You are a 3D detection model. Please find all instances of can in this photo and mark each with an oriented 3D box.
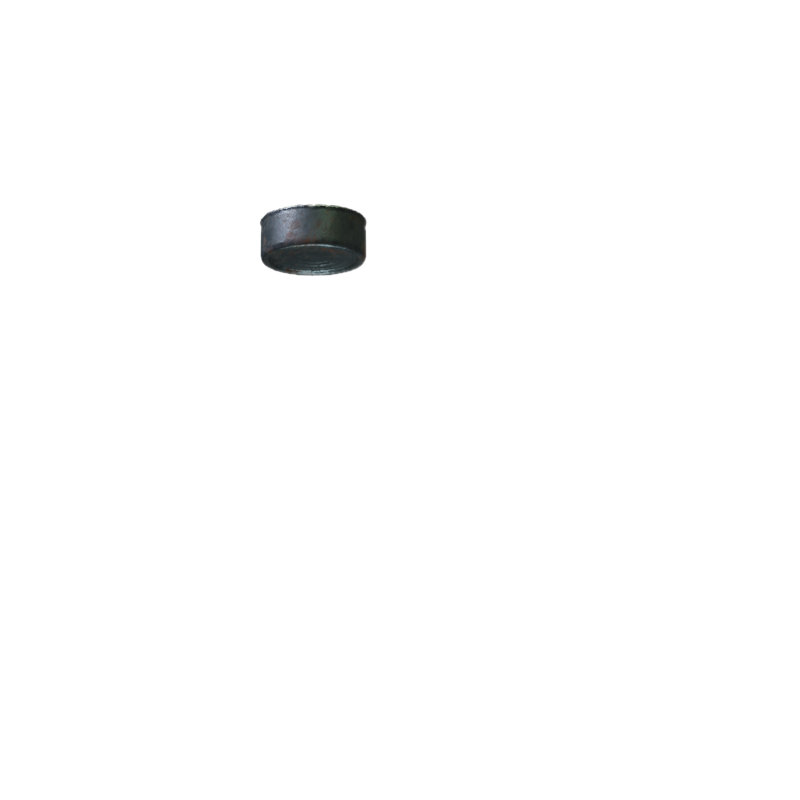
[{"bbox_3d":[-0.069,-0.127,0.887,0.086,0.035,0.083,0,-12,-2],"label":"can"}]
